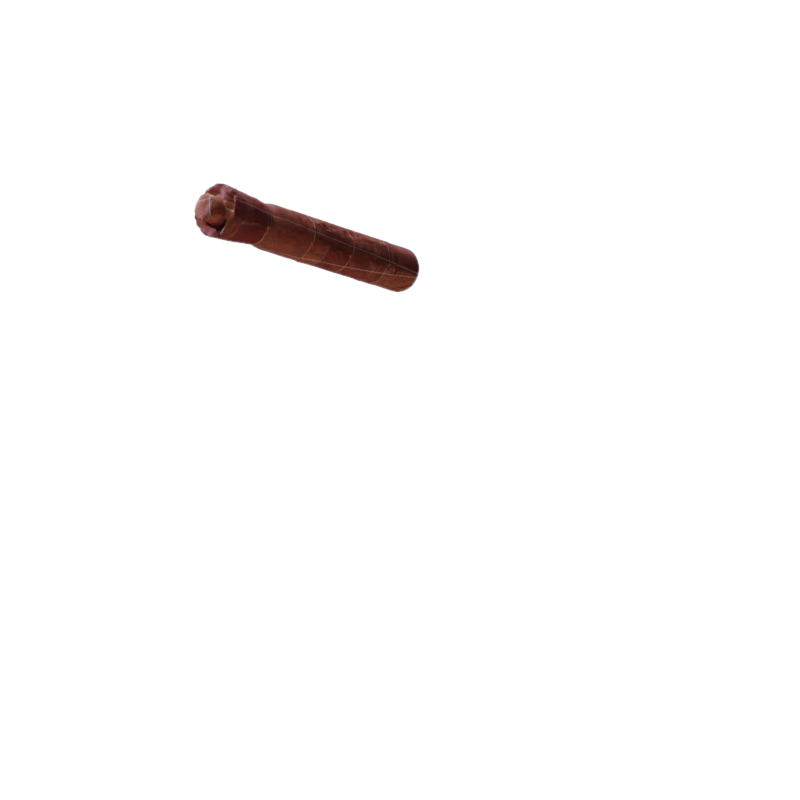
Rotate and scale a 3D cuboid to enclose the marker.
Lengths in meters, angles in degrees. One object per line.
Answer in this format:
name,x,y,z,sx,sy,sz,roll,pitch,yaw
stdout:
marker,-0.033,-0.059,0.415,0.020,0.020,0.115,3,-4,36
